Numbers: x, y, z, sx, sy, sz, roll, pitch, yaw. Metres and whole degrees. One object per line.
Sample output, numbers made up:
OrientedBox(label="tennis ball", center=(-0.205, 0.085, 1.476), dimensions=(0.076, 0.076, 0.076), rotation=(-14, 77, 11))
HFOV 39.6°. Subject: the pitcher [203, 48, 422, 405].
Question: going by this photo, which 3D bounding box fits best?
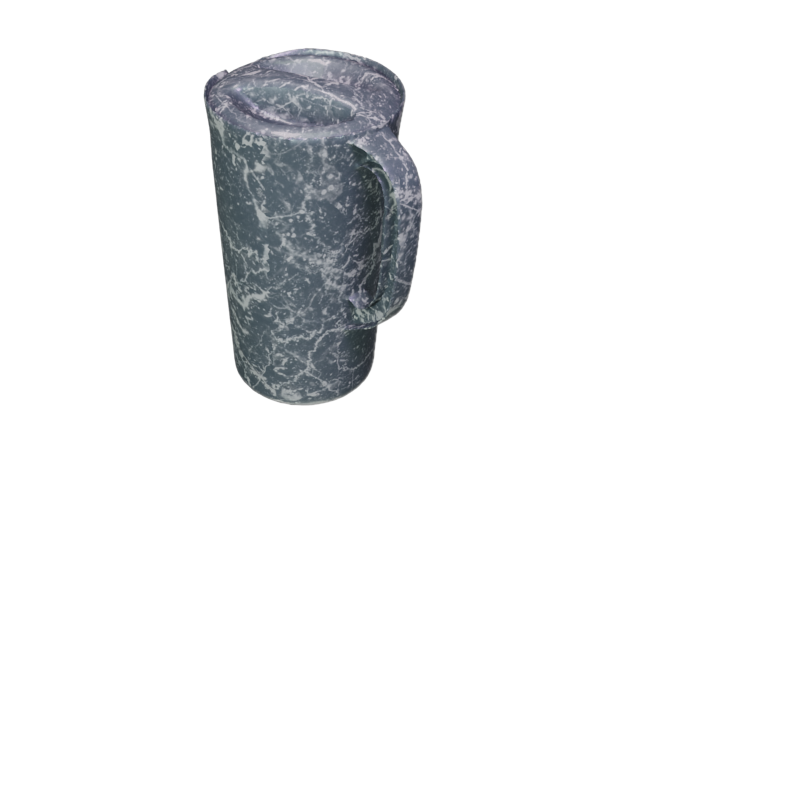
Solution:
OrientedBox(label="pitcher", center=(-0.061, -0.112, 0.784), dimensions=(0.145, 0.227, 0.159), rotation=(3, 37, 1))
